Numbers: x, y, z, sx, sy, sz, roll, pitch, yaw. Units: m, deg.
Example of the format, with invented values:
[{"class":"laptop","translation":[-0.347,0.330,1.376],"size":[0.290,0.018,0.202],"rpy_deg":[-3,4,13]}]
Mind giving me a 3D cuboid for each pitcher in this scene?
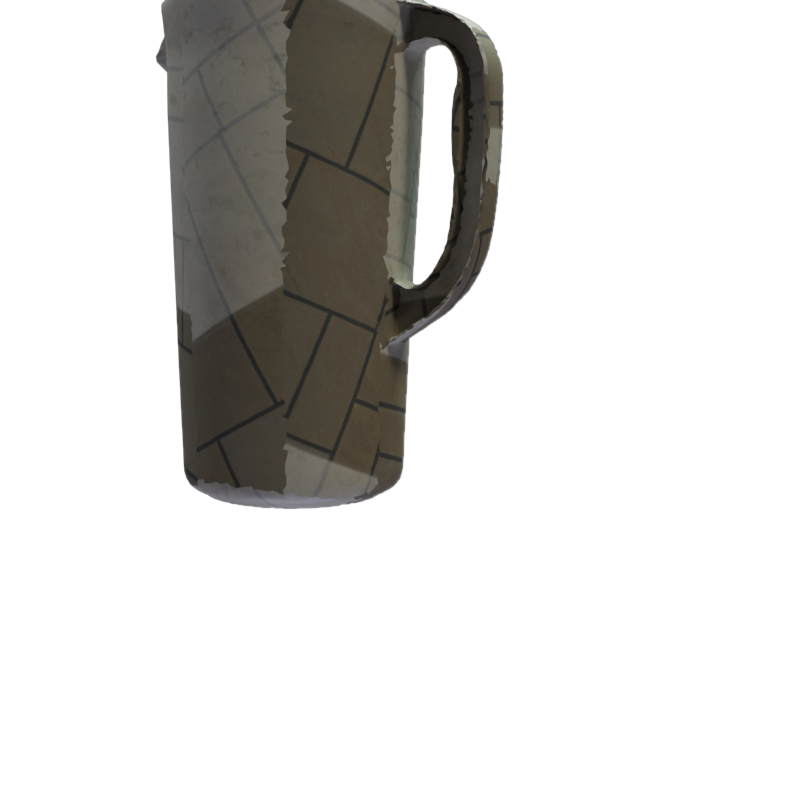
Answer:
[{"class":"pitcher","translation":[-0.042,-0.077,0.540],"size":[0.142,0.243,0.153],"rpy_deg":[0,2,-18]}]
